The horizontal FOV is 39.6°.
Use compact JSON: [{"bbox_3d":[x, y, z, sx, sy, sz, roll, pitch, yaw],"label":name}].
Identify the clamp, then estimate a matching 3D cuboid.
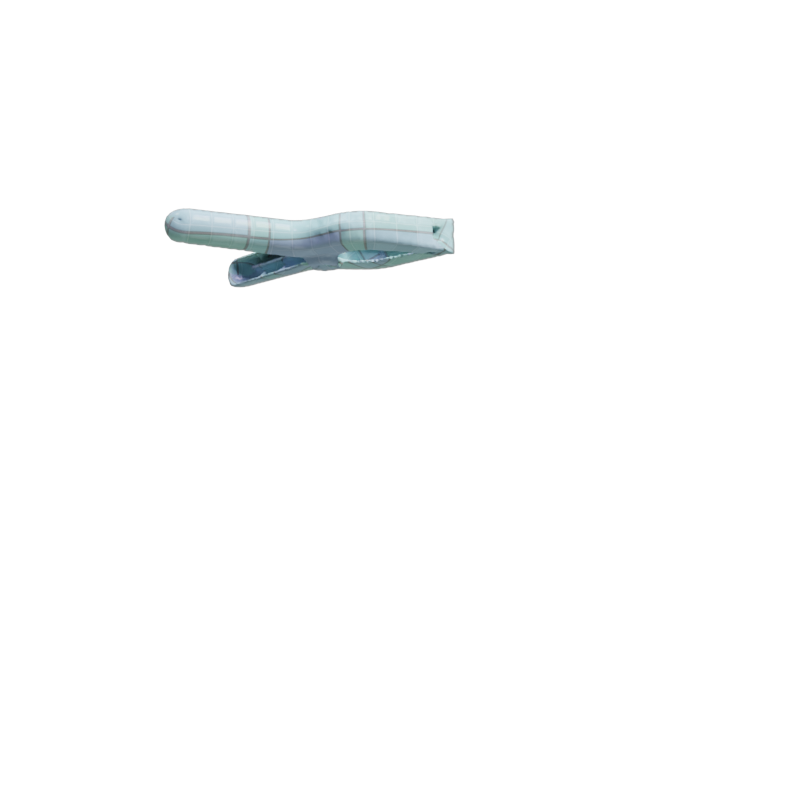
[{"bbox_3d":[-0.066,-0.121,0.848,0.214,0.037,0.157,-2,-8,18],"label":"clamp"}]
